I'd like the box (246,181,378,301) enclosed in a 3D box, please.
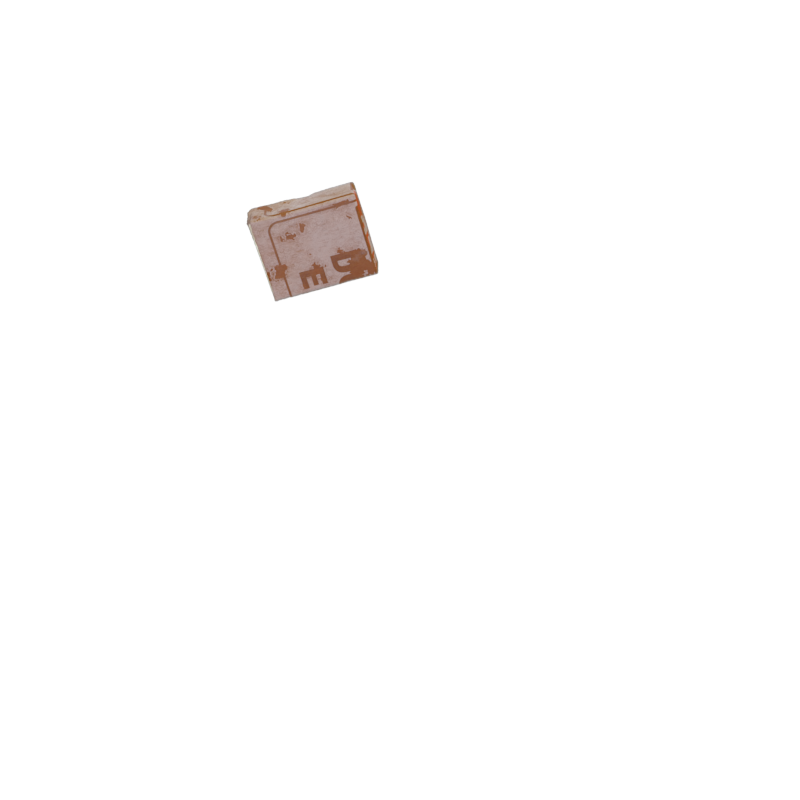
[{"bbox_3d":[-0.069,-0.126,0.881,0.090,0.069,0.032,-14,27,7],"label":"box"}]
